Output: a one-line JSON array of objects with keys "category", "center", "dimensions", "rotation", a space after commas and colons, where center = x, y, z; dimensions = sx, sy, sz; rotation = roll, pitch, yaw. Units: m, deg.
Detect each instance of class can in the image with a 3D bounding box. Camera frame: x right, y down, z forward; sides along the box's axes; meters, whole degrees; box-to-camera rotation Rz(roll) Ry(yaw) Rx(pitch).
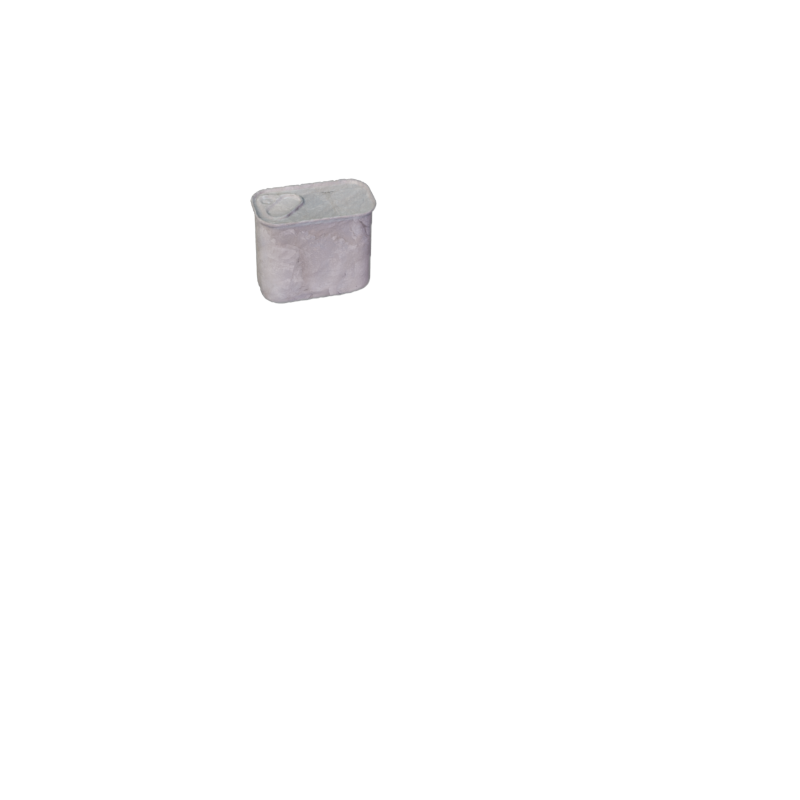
[{"category": "can", "center": [-0.074, -0.134, 0.940], "dimensions": [0.101, 0.078, 0.062], "rotation": [-9, 39, -12]}]
